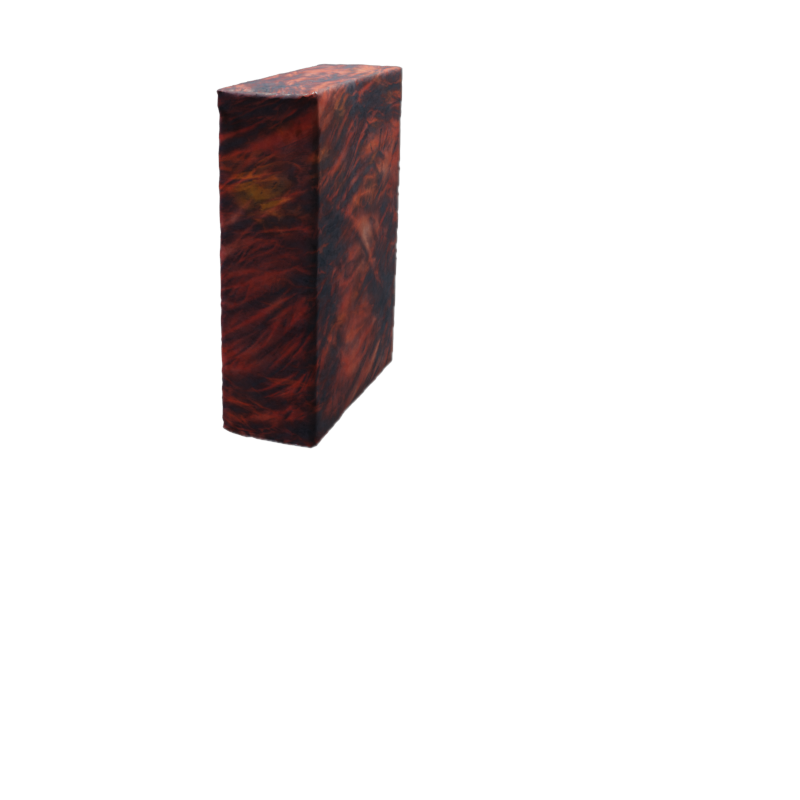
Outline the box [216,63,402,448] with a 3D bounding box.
[{"bbox_3d":[-0.056,-0.102,0.713,0.074,0.206,0.166,6,18,16],"label":"box"}]
